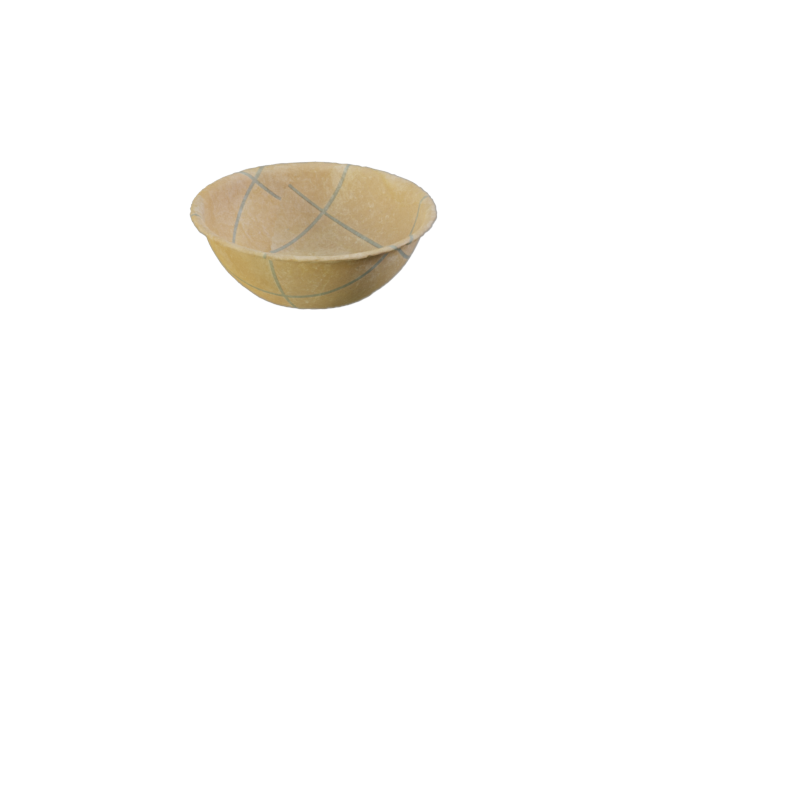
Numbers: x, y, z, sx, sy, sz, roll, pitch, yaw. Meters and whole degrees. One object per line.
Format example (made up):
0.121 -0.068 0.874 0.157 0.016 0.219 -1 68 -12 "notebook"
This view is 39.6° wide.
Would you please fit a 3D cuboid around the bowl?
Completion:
-0.058 -0.105 0.736 0.162 0.052 0.172 -1 30 -2 "bowl"
